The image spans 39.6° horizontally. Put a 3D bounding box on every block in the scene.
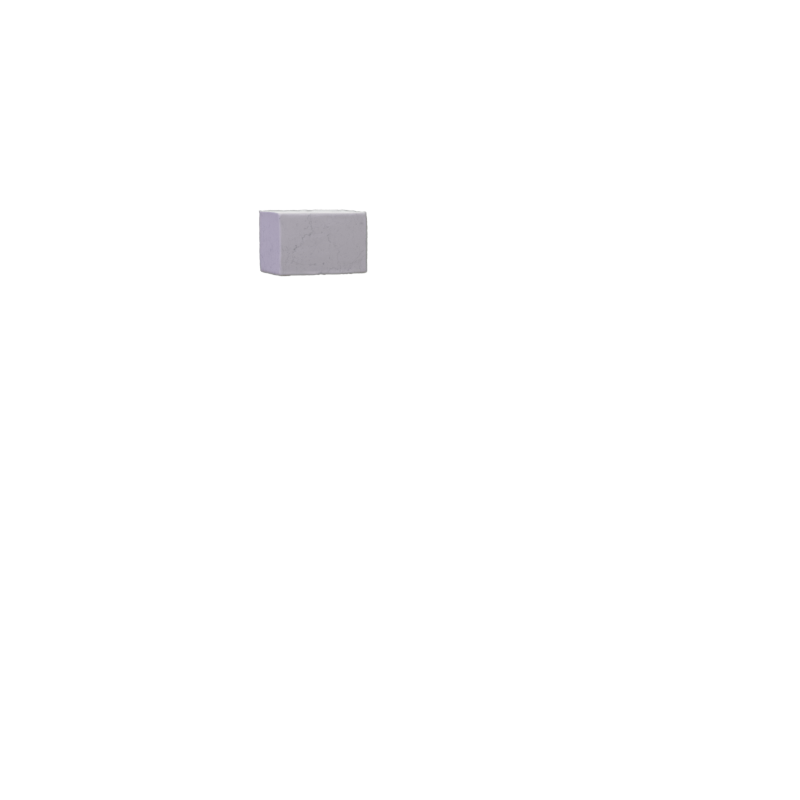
[{"bbox_3d":[-0.071,-0.129,0.903,0.076,0.051,0.055,-3,8,-23],"label":"block"}]
